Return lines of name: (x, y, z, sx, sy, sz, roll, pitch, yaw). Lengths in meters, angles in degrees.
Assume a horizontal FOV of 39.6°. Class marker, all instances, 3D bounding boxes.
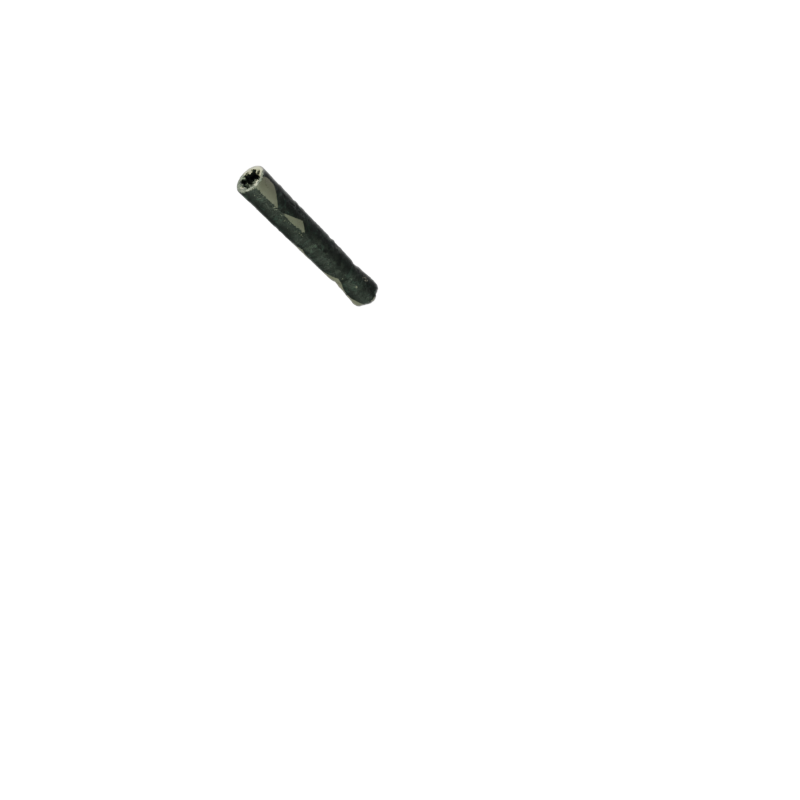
marker: (-0.050, -0.090, 0.634, 0.021, 0.020, 0.112, 3, -29, 42)
